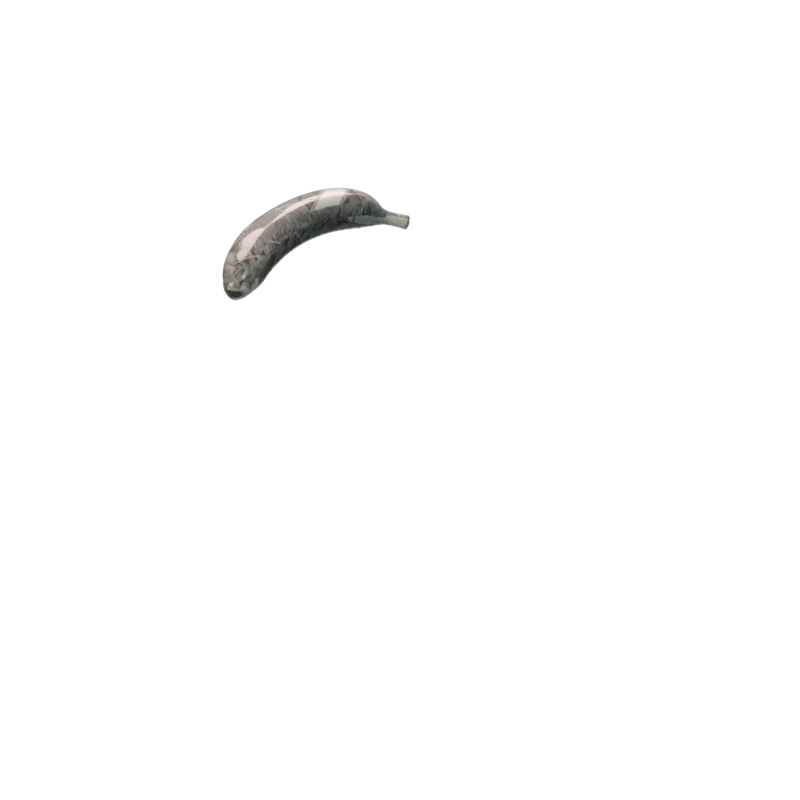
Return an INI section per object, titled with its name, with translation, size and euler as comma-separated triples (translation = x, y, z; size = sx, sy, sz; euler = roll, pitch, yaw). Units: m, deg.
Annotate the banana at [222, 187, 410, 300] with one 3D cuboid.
[banana]
translation = -0.080, -0.134, 0.886
size = 0.074, 0.034, 0.197
euler = 26, 41, 34
